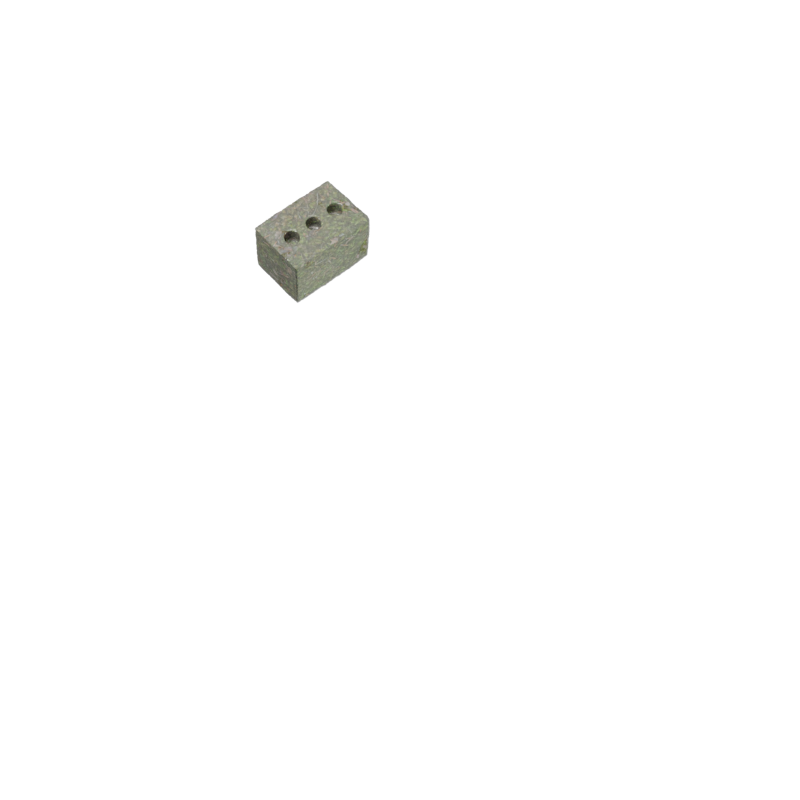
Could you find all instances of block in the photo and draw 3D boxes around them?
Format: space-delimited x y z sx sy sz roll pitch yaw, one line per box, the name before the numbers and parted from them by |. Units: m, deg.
block | -0.069 -0.127 0.887 0.078 0.056 0.048 -37 -24 -22
